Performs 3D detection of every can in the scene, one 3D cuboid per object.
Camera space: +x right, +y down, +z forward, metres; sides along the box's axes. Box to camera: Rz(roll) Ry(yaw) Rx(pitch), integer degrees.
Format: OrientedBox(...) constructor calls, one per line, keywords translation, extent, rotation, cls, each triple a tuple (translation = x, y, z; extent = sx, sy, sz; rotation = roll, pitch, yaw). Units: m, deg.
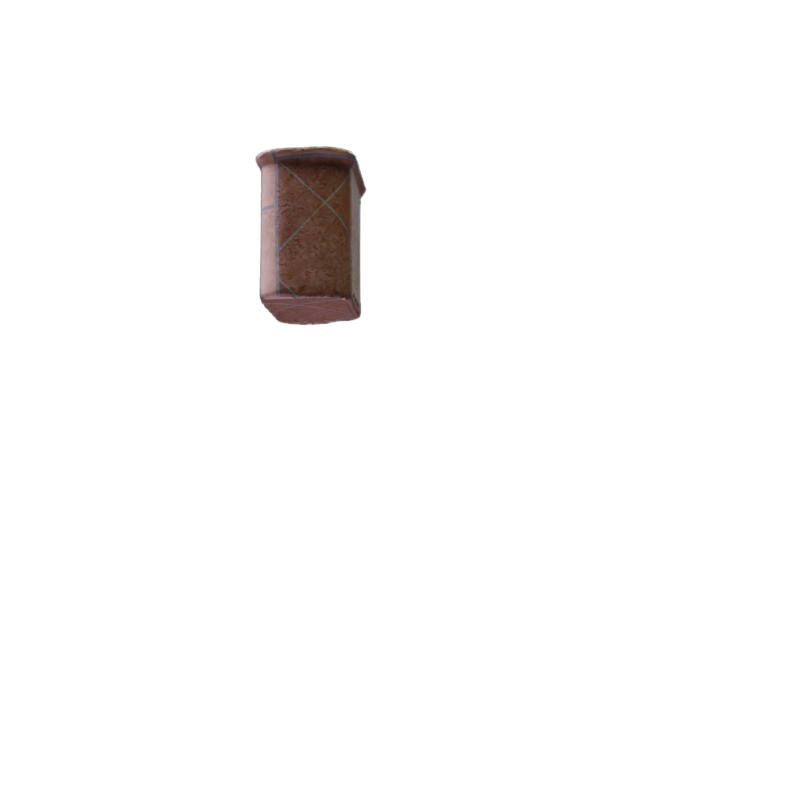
OrientedBox(translation=(-0.051, -0.092, 0.646), extent=(0.058, 0.086, 0.099), rotation=(-1, -8, 4), cls="can")
